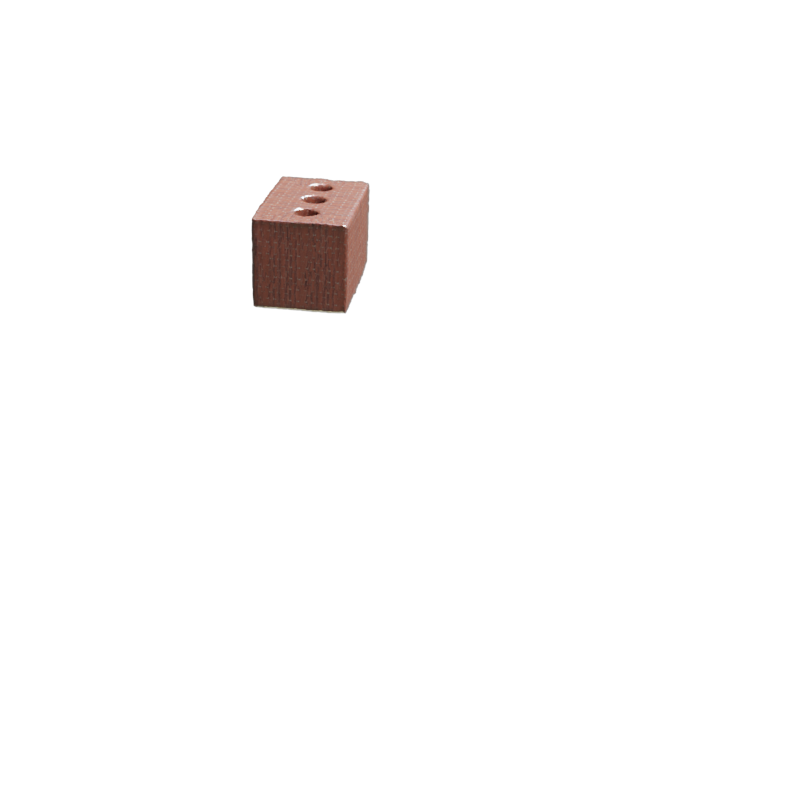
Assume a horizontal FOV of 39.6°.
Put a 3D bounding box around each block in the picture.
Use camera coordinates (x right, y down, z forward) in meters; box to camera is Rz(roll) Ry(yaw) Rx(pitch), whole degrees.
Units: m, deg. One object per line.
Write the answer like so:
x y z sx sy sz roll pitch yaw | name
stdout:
-0.048 -0.087 0.612 0.053 0.049 0.081 4 26 6 | block
